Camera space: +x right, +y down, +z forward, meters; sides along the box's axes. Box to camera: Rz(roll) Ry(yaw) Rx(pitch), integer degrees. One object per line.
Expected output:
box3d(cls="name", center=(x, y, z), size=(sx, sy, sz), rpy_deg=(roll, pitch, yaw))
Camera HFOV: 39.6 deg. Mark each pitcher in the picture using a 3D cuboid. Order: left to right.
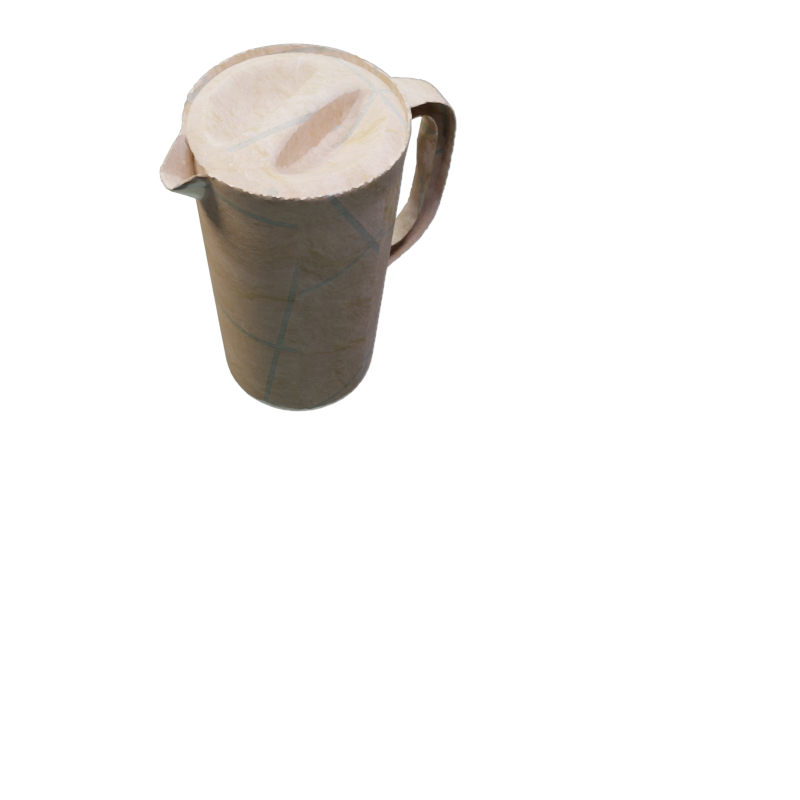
box3d(cls="pitcher", center=(-0.057, -0.104, 0.725), size=(0.152, 0.152, 0.227), rpy_deg=(16, -36, 8))
